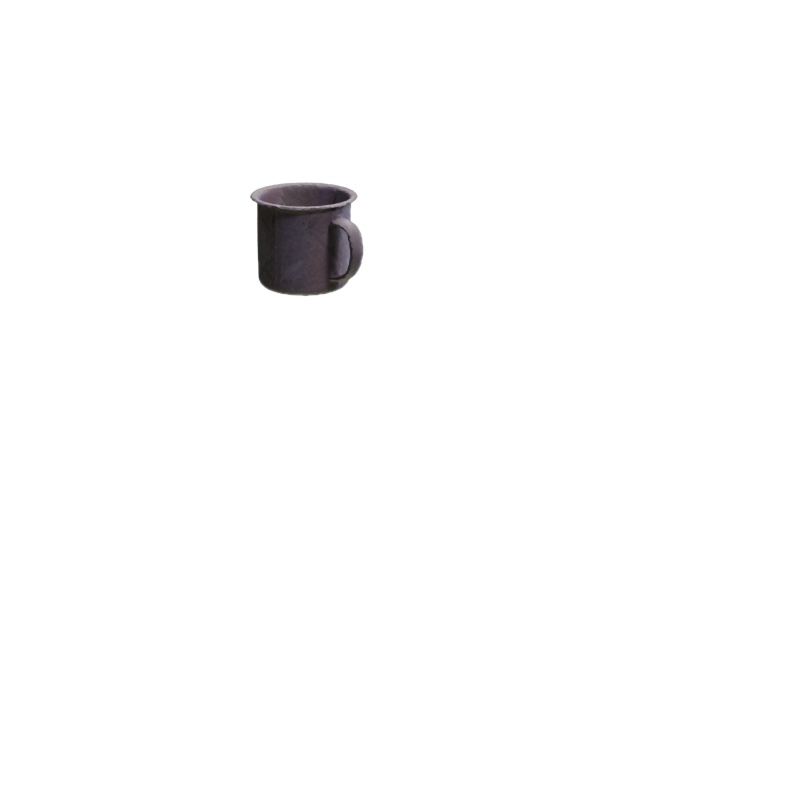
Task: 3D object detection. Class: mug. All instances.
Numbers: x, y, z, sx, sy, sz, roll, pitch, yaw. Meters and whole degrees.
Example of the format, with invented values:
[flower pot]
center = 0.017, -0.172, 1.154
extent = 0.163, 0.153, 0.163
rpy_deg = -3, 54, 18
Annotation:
[mug]
center = -0.076, -0.138, 0.966
extent = 0.124, 0.078, 0.092
rpy_deg = 20, 28, 40
